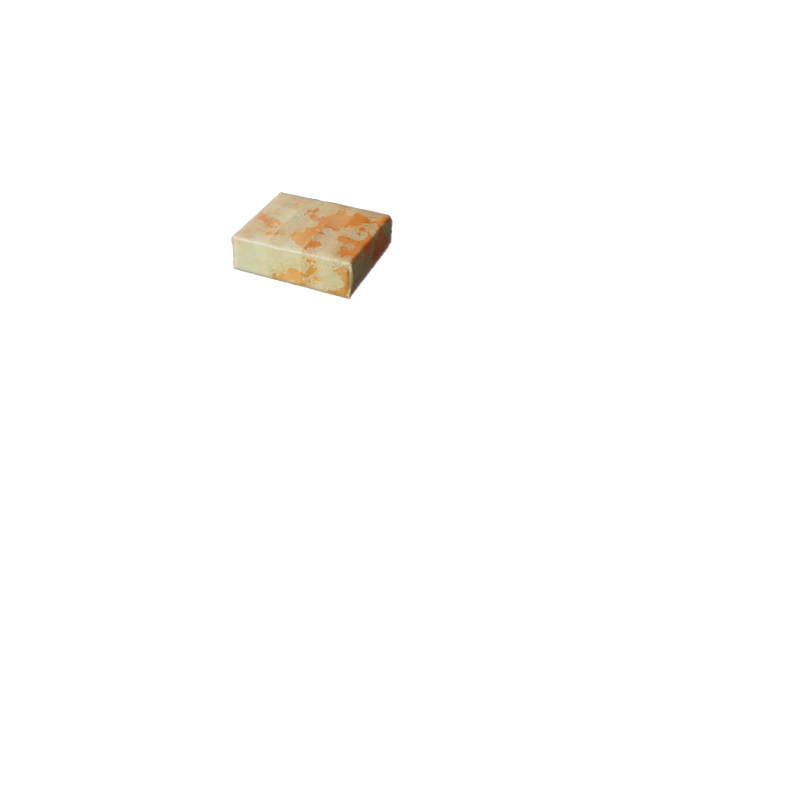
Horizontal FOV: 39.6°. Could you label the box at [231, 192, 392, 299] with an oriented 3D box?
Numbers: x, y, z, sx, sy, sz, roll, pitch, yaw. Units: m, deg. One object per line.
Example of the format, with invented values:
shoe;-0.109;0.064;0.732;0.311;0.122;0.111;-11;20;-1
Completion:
box;-0.059;-0.108;0.757;0.092;0.028;0.075;14;37;19
